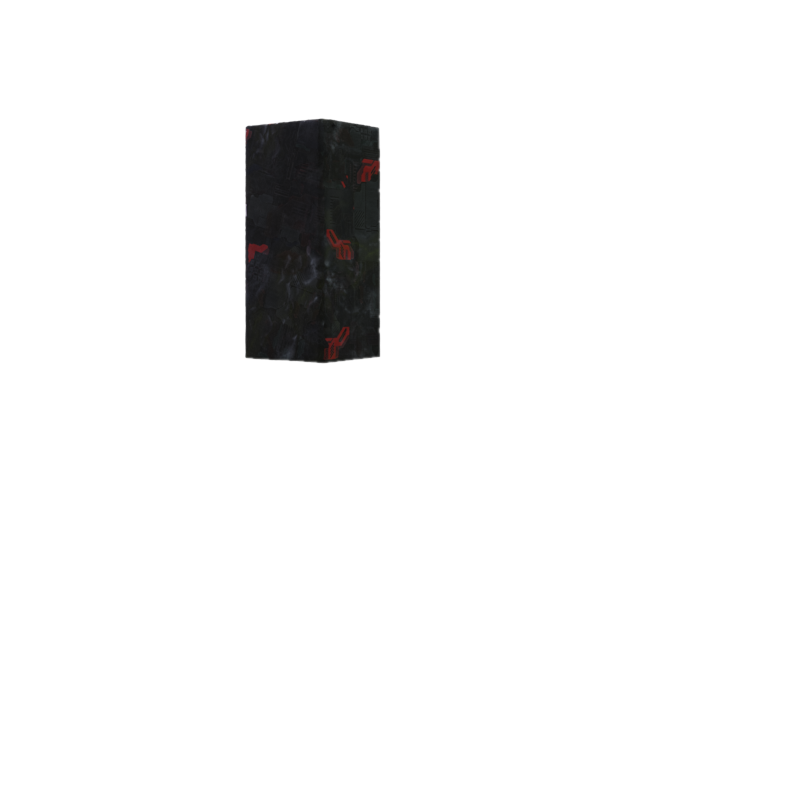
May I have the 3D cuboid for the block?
[{"bbox_3d":[-0.077,-0.141,0.987,0.093,0.207,0.087,0,0,35],"label":"block"}]
